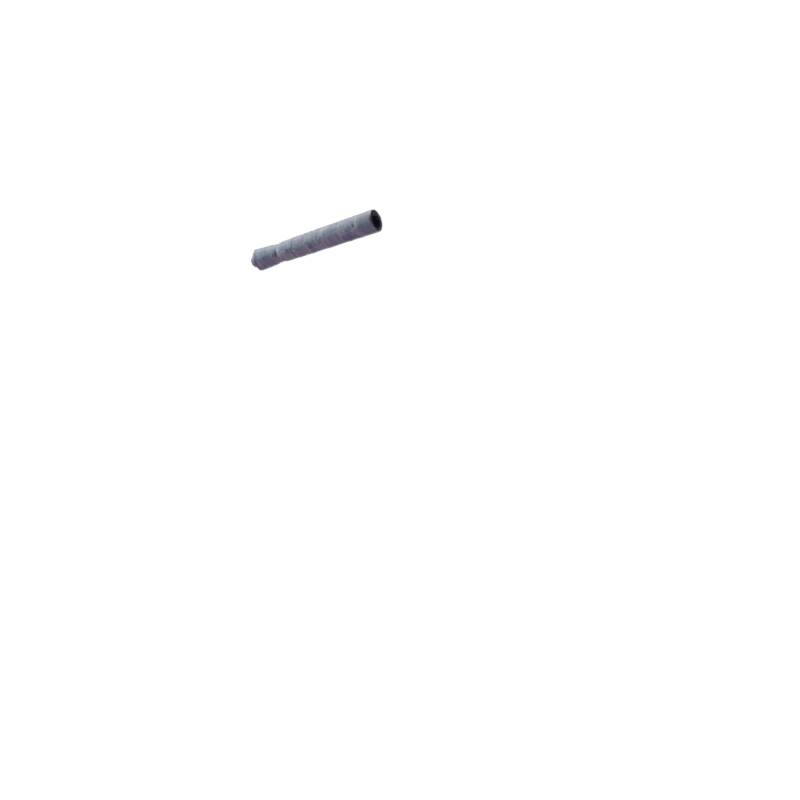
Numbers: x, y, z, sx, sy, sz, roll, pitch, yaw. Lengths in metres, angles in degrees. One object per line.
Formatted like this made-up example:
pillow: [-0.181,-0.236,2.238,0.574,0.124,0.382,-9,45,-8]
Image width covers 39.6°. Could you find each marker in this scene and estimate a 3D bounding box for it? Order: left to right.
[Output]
marker: [-0.070,-0.128,0.900,0.123,0.020,0.019,-14,-3,29]
